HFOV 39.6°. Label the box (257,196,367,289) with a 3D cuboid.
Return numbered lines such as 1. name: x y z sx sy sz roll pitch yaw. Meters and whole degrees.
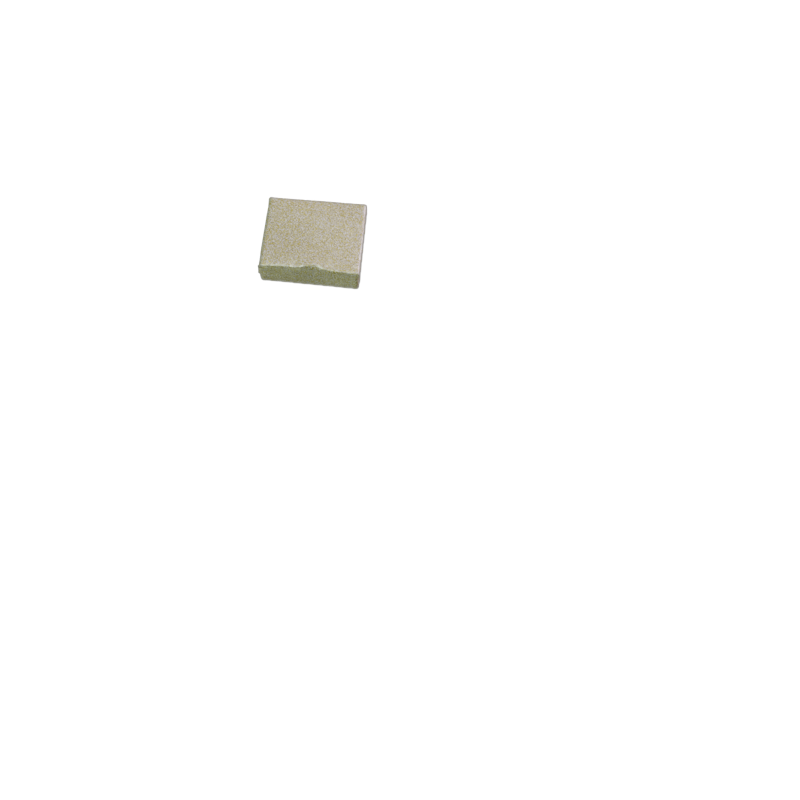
1. box: -0.077 -0.139 0.976 0.090 0.077 0.028 5 -29 2
